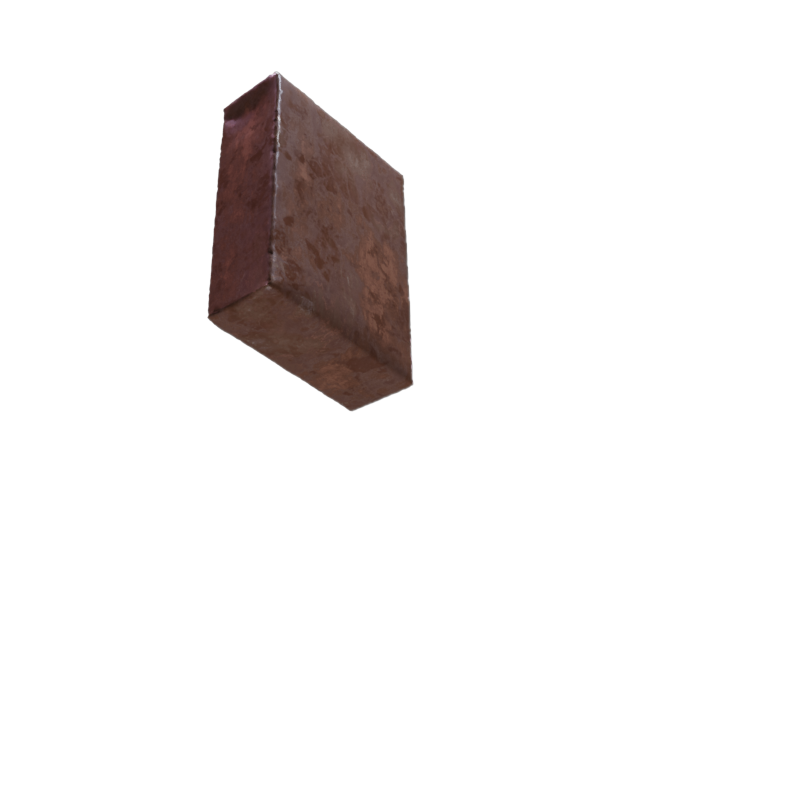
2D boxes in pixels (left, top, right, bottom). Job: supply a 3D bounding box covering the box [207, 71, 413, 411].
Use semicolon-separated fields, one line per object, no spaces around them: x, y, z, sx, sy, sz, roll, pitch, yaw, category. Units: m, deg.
-0.067;-0.123;0.860;0.072;0.229;0.153;-28;-43;30;box
